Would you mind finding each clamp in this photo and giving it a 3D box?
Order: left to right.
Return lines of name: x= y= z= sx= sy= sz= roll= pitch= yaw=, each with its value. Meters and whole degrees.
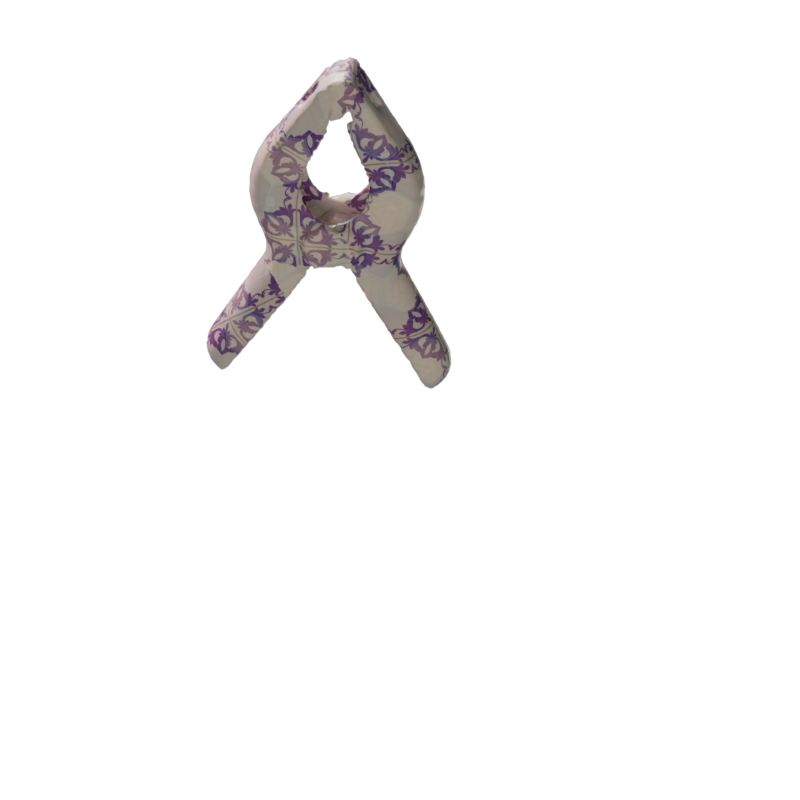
clamp: x=-0.040 y=-0.074 z=0.517 sx=0.120 sy=0.160 sz=0.042 roll=-5 pitch=32 yaw=2
